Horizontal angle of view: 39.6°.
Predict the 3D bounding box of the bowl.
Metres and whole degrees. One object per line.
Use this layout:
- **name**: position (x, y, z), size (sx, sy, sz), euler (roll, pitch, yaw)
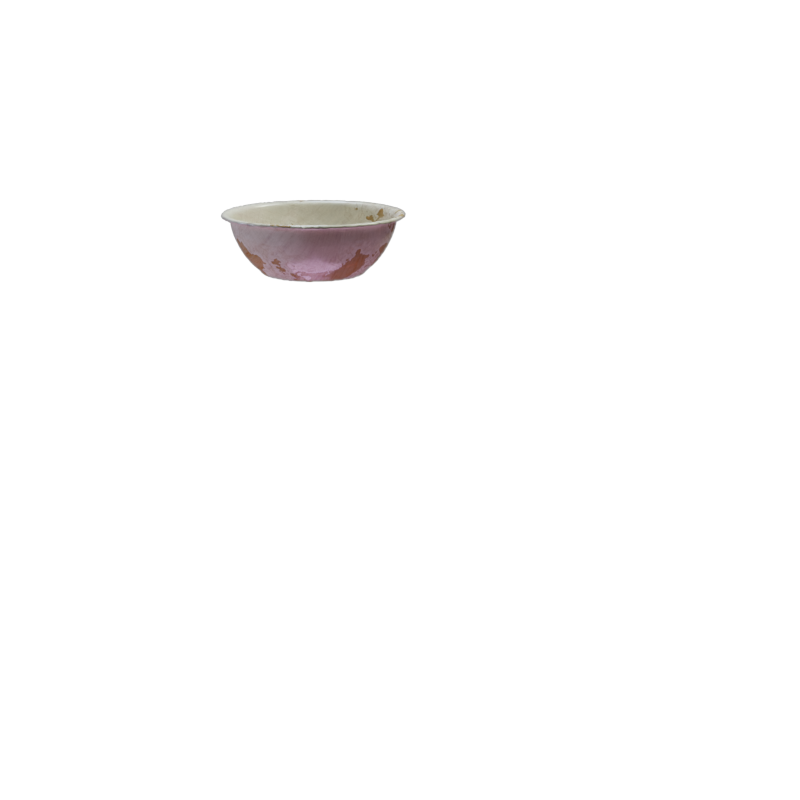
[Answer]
- **bowl**: position (-0.076, -0.140, 0.977), size (0.162, 0.053, 0.167), euler (-1, 16, -2)
